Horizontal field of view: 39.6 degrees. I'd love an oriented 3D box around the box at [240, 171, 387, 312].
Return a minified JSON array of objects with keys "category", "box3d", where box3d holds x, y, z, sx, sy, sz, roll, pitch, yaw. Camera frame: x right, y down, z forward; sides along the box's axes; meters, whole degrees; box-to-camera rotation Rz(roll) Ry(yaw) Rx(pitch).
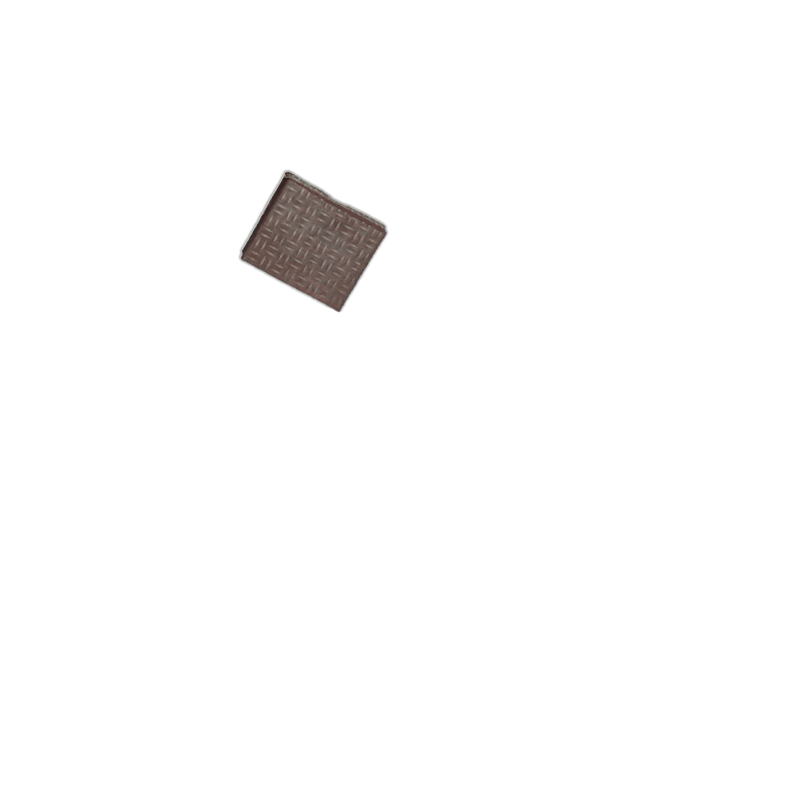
[{"category":"box","box3d":[-0.066,-0.120,0.839,0.088,0.072,0.031,29,13,-8]}]
